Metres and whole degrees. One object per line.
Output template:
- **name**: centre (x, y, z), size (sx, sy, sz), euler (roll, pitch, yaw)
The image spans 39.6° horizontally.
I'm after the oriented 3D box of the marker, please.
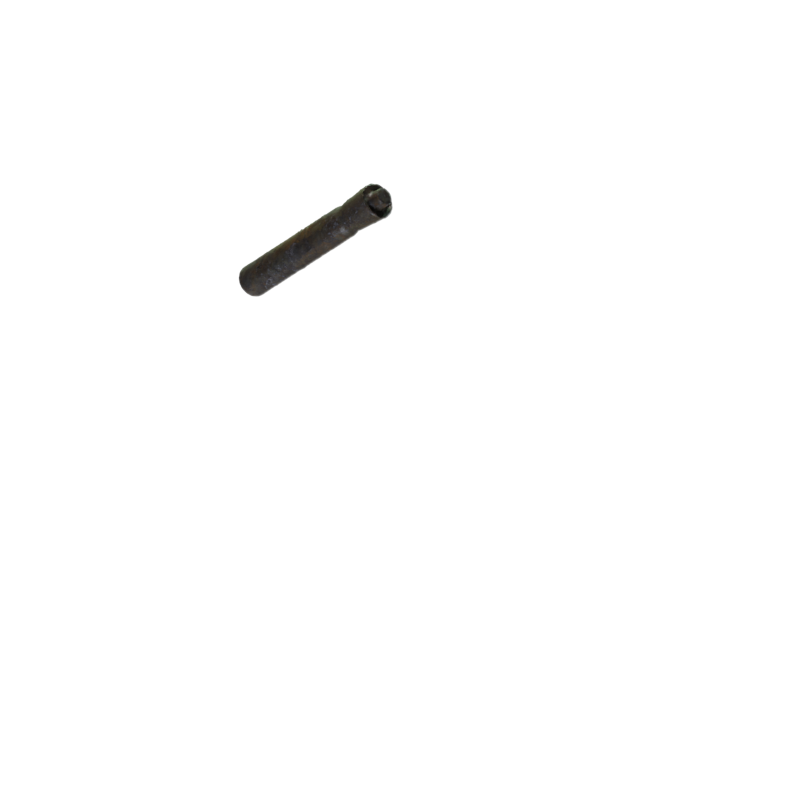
- **marker**: centre (-0.046, -0.083, 0.582), size (0.019, 0.020, 0.121), euler (-3, -14, -41)
